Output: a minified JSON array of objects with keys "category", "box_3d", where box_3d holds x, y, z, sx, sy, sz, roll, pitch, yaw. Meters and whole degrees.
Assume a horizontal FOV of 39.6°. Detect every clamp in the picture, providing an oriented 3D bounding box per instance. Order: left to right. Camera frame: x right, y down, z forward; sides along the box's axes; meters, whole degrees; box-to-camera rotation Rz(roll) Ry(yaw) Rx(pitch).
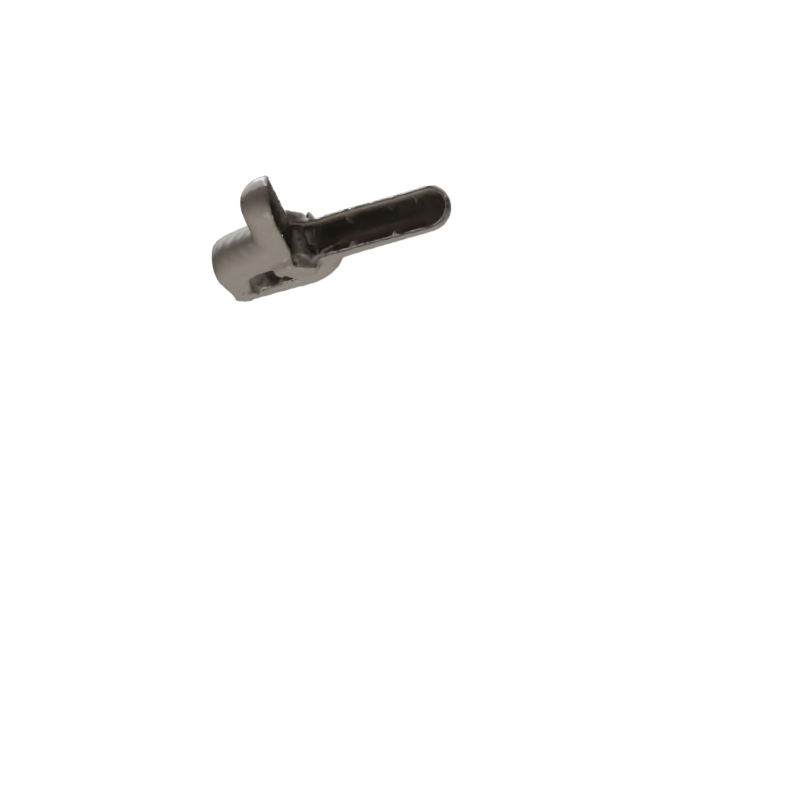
[{"category":"clamp","box_3d":[-0.050,-0.092,0.643,0.117,0.040,0.171,3,-9,-20]}]
